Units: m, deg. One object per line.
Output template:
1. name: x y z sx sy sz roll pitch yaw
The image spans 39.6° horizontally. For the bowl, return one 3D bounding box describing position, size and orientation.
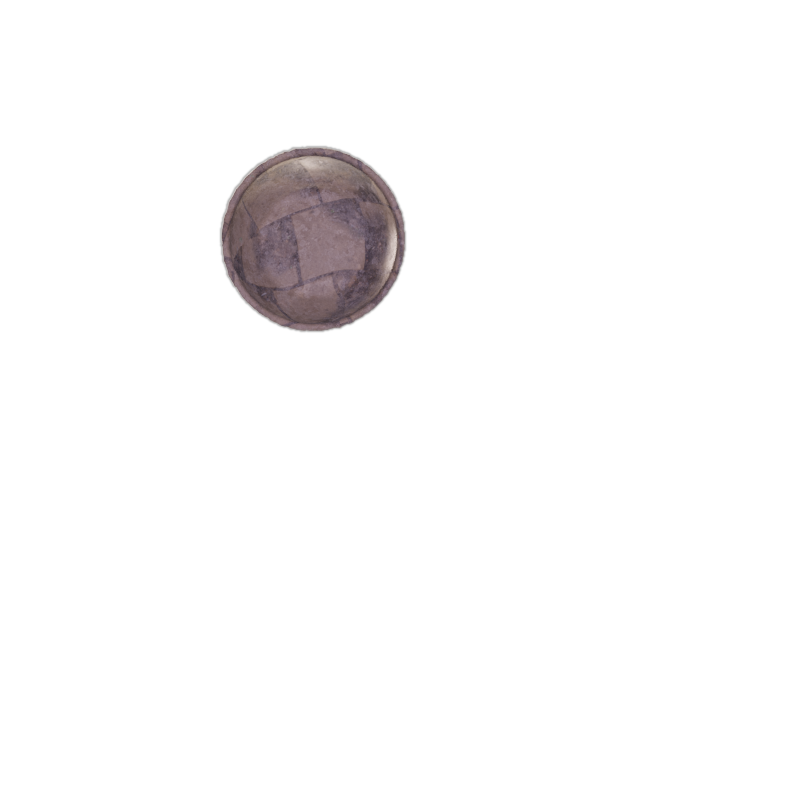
1. bowl: -0.074 -0.135 0.944 0.162 0.160 0.056 0 5 0
